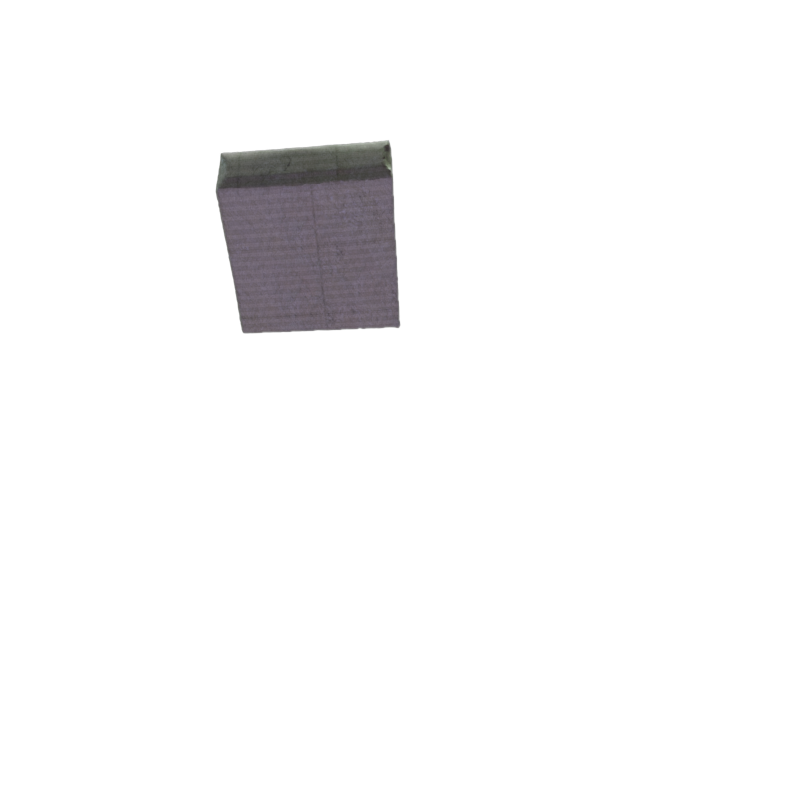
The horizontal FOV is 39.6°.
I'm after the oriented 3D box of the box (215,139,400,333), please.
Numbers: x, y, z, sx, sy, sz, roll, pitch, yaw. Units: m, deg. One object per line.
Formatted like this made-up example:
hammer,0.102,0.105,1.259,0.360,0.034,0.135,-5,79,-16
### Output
box,-0.038,-0.070,0.488,0.073,0.032,0.083,-3,-45,2
